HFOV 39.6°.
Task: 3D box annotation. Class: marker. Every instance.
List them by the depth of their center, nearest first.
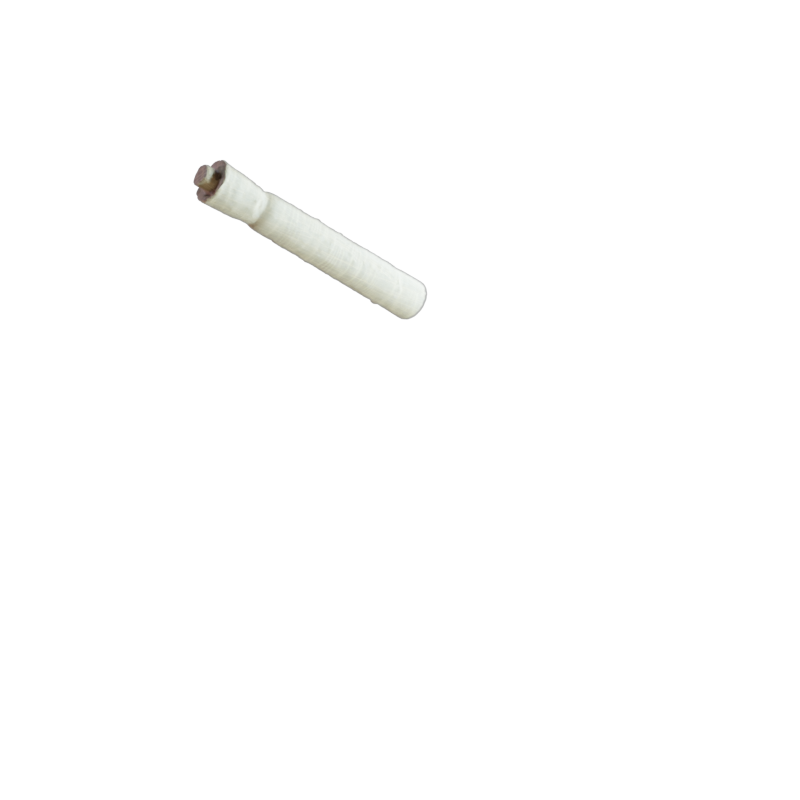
[{"bbox_3d":[-0.036,-0.066,0.464,0.114,0.020,0.021,28,-13,-34],"label":"marker"}]
